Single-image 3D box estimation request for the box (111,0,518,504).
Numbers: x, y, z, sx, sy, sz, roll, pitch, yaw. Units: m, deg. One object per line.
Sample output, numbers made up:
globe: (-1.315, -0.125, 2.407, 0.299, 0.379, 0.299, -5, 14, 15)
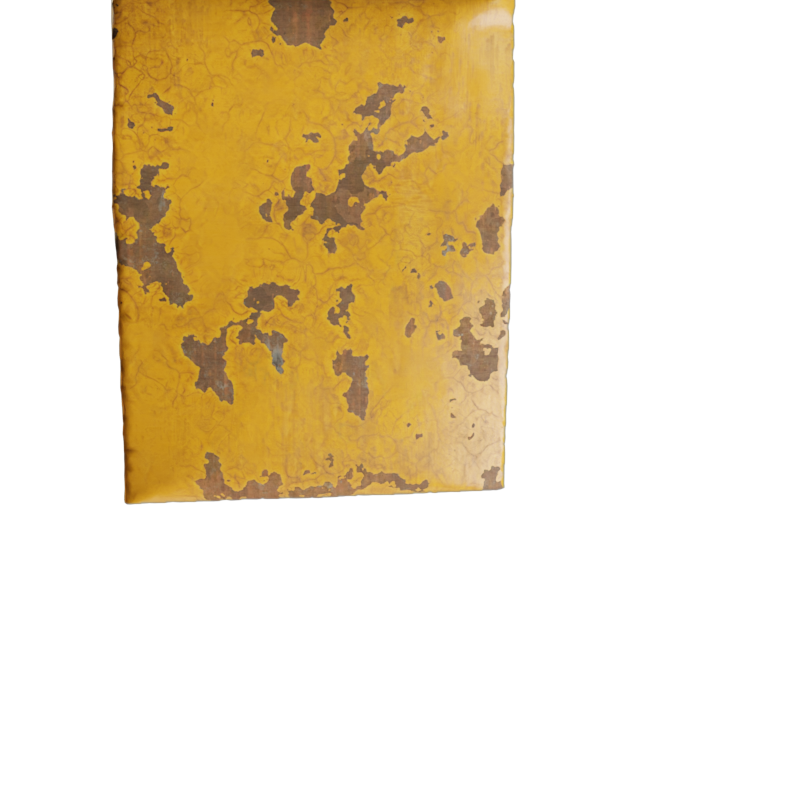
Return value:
box: (-0.037, -0.068, 0.475, 0.163, 0.209, 0.074, 0, 10, -4)
